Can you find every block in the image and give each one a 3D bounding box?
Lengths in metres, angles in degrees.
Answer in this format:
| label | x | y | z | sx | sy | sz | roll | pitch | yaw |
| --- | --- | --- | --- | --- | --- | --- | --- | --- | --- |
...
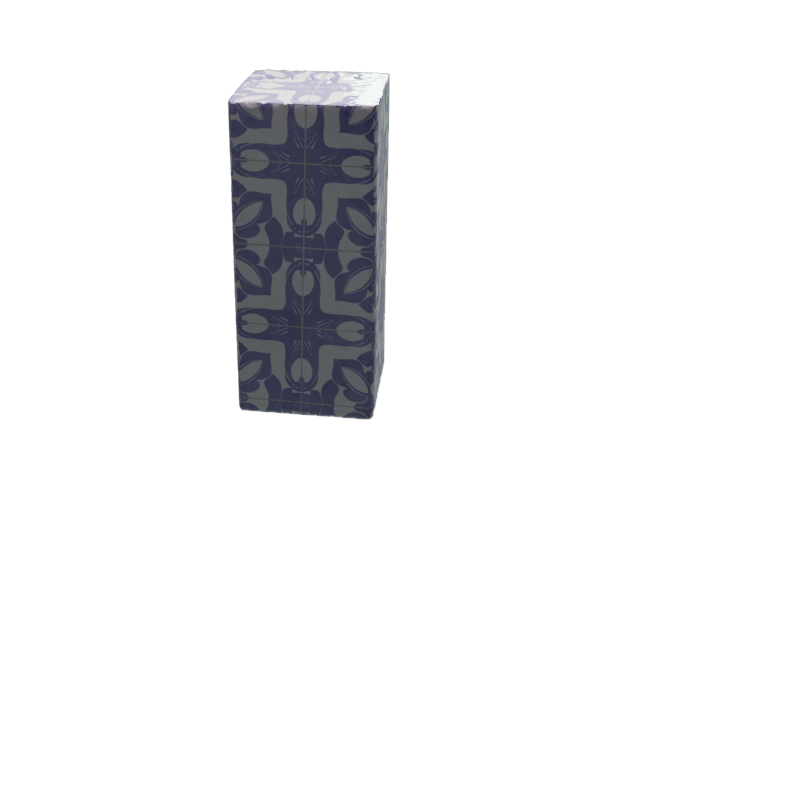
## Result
| label | x | y | z | sx | sy | sz | roll | pitch | yaw |
| --- | --- | --- | --- | --- | --- | --- | --- | --- | --- |
| block | -0.056 | -0.102 | 0.716 | 0.092 | 0.196 | 0.094 | 4 | 24 | 5 |
